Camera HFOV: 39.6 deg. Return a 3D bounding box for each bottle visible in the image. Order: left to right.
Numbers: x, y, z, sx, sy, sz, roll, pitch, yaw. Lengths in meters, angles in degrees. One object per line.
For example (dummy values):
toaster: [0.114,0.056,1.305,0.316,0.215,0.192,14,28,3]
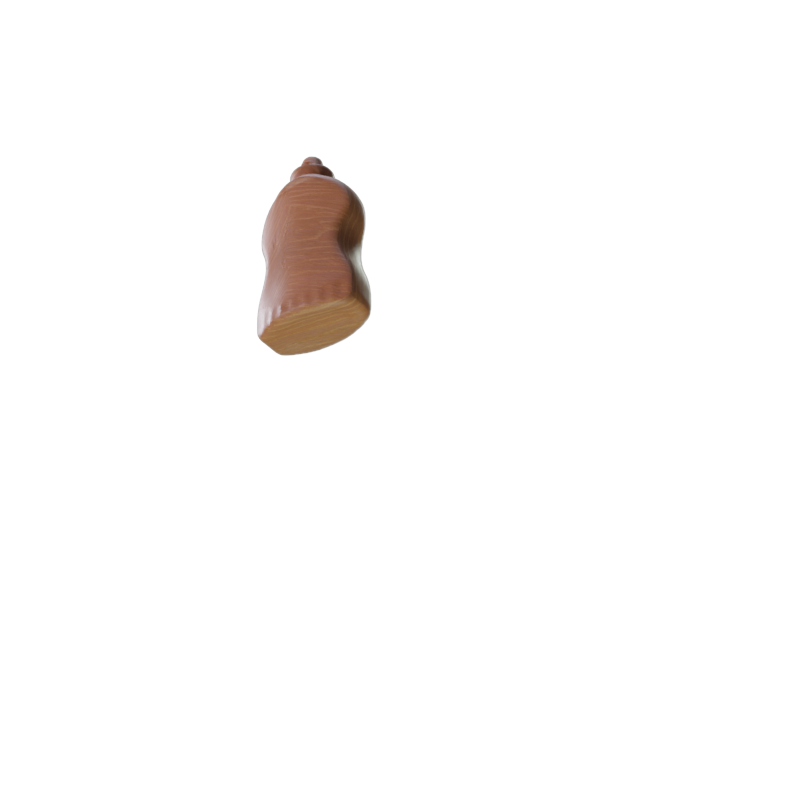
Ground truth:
bottle: [-0.075,-0.136,0.950,0.096,0.206,0.054,-25,-43,26]
